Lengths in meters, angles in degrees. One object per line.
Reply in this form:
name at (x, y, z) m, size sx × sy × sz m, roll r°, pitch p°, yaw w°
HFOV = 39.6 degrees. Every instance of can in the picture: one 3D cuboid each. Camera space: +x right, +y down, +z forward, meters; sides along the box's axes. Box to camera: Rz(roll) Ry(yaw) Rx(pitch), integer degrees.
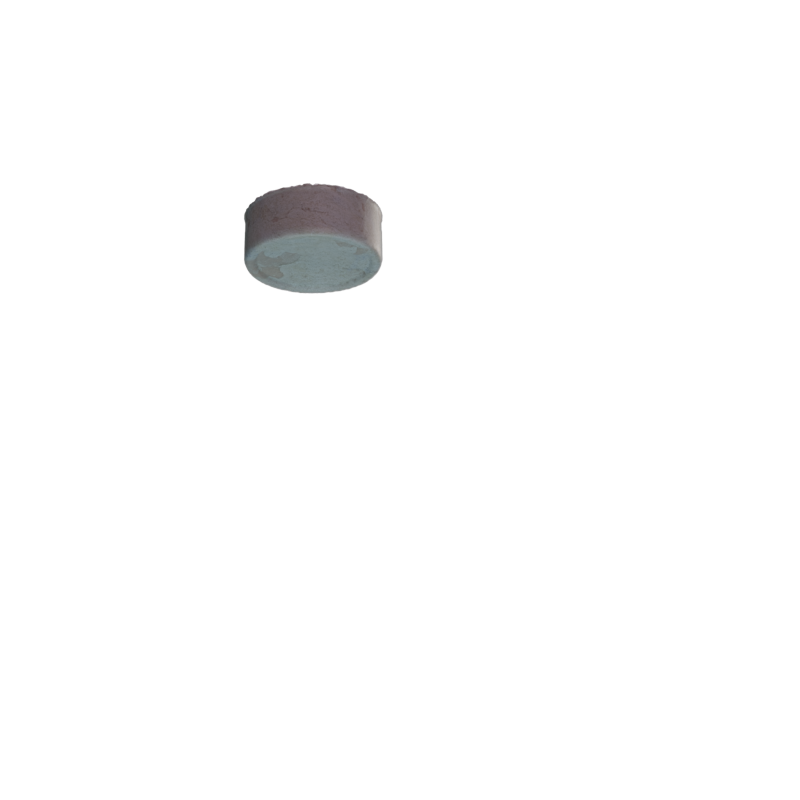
can at (-0.053, -0.097, 0.680) m, size 0.086 × 0.035 × 0.082 m, roll 0°, pitch -21°, yaw -2°
